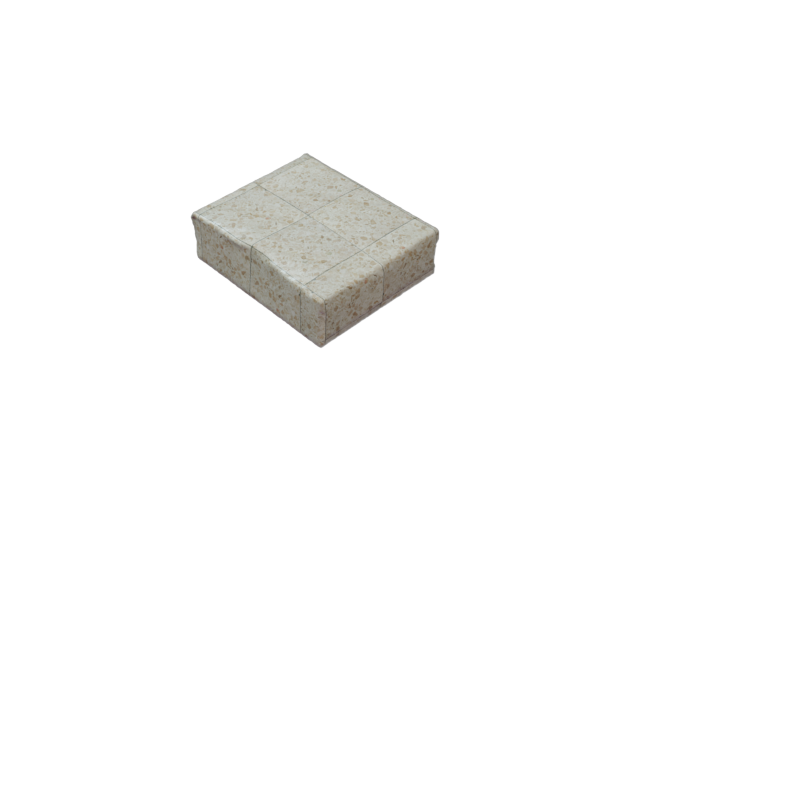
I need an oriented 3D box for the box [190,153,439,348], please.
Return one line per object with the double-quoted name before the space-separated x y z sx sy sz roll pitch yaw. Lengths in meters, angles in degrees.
"box" -0.040 -0.072 0.506 0.073 0.028 0.095 -33 52 -31
